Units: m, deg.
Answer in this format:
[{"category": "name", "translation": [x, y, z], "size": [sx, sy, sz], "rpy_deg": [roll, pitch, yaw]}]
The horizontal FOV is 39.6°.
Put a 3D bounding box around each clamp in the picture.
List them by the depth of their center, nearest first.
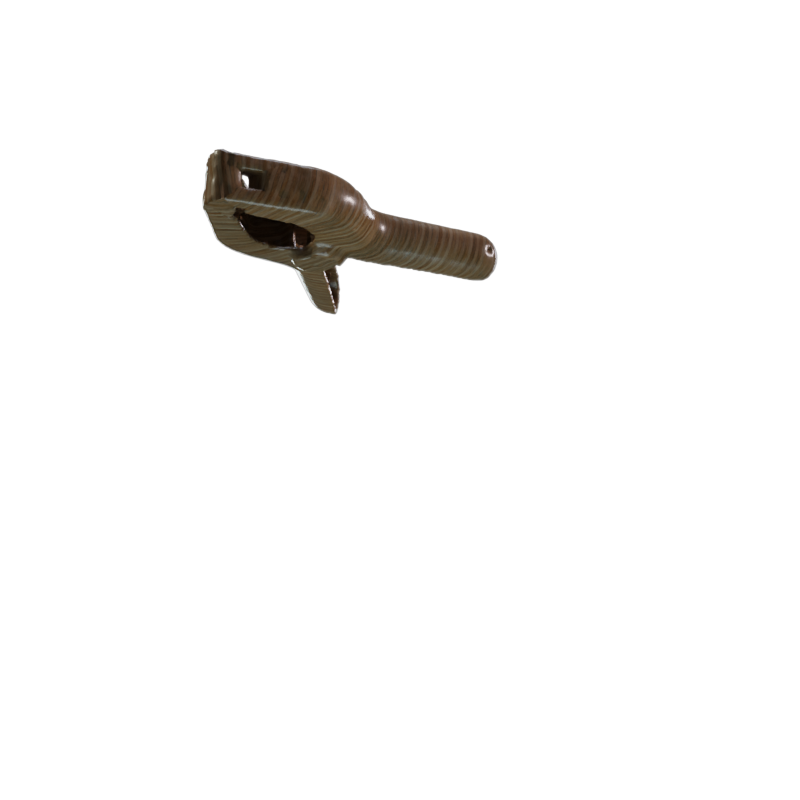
[{"category": "clamp", "translation": [-0.046, -0.083, 0.582], "size": [0.161, 0.041, 0.121], "rpy_deg": [20, -30, -40]}]
